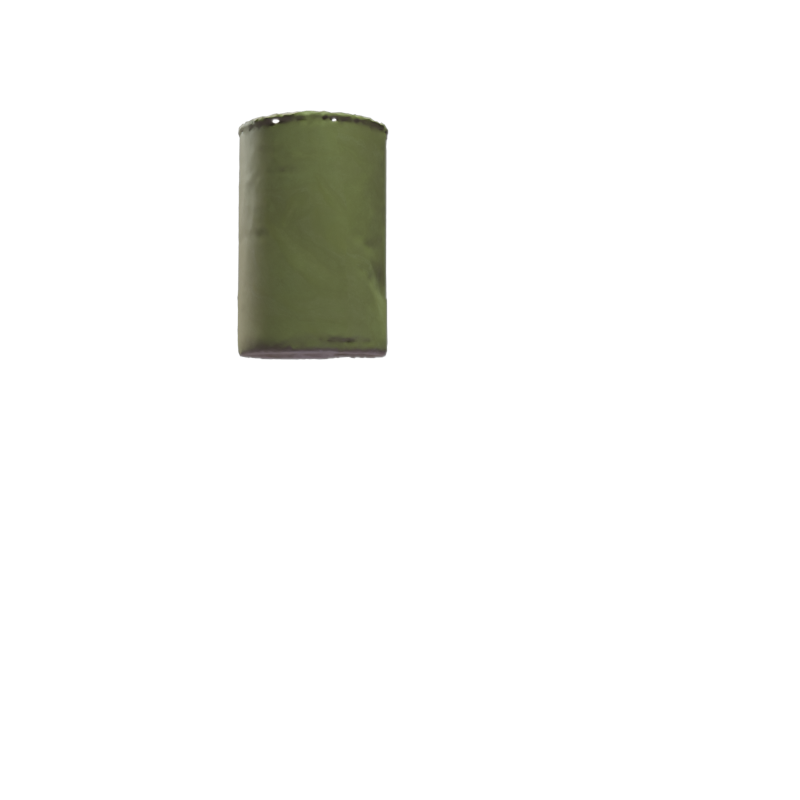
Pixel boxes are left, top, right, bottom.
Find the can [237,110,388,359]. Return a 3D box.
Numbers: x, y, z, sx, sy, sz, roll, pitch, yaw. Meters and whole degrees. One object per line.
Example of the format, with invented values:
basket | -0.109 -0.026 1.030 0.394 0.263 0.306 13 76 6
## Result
can | -0.039 -0.070 0.494 0.068 0.104 0.067 0 -6 -2
